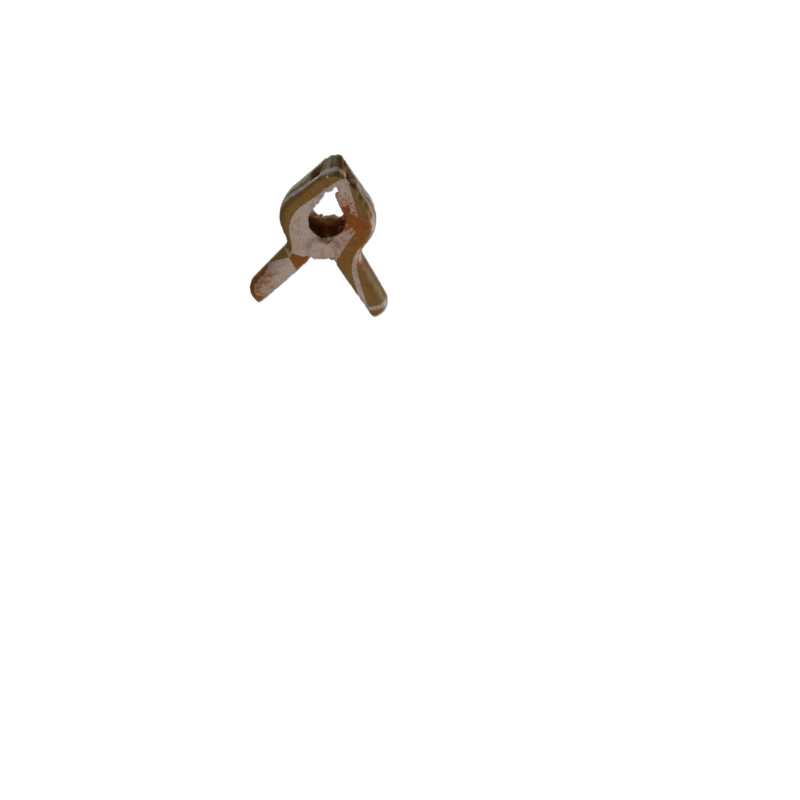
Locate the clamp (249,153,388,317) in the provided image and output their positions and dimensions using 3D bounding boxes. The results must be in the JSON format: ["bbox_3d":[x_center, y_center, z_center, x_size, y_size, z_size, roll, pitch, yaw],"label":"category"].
[{"bbox_3d":[-0.073,-0.132,0.926,0.120,0.042,0.159,-2,-44,1],"label":"clamp"}]
